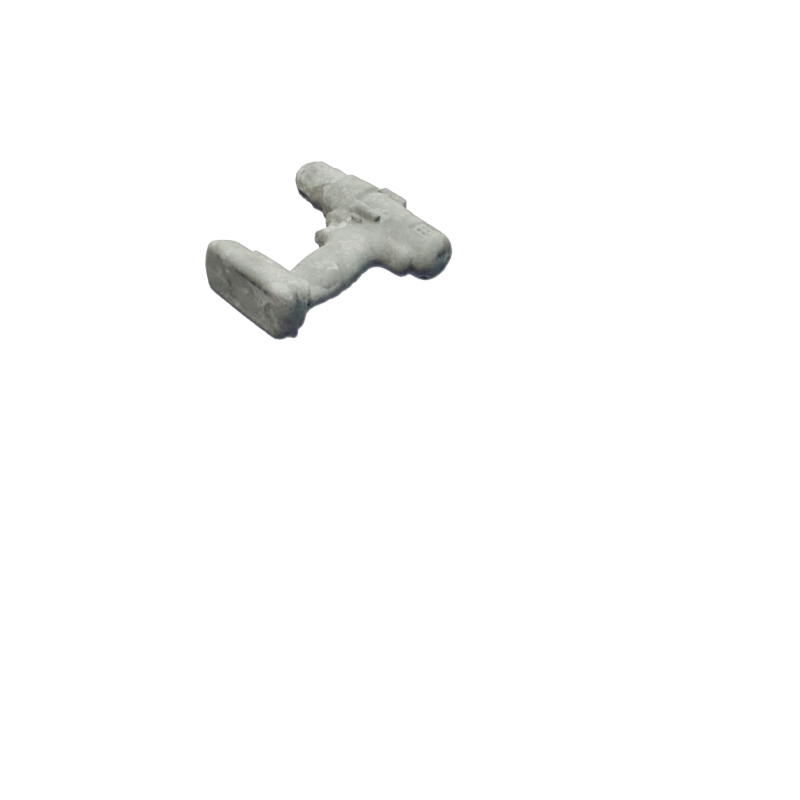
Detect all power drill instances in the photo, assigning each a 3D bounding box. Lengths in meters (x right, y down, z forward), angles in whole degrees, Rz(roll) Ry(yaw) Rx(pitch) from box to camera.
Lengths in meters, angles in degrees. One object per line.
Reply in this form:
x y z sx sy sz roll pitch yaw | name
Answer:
-0.077 -0.140 0.978 0.188 0.054 0.197 -32 50 -32 | power drill
